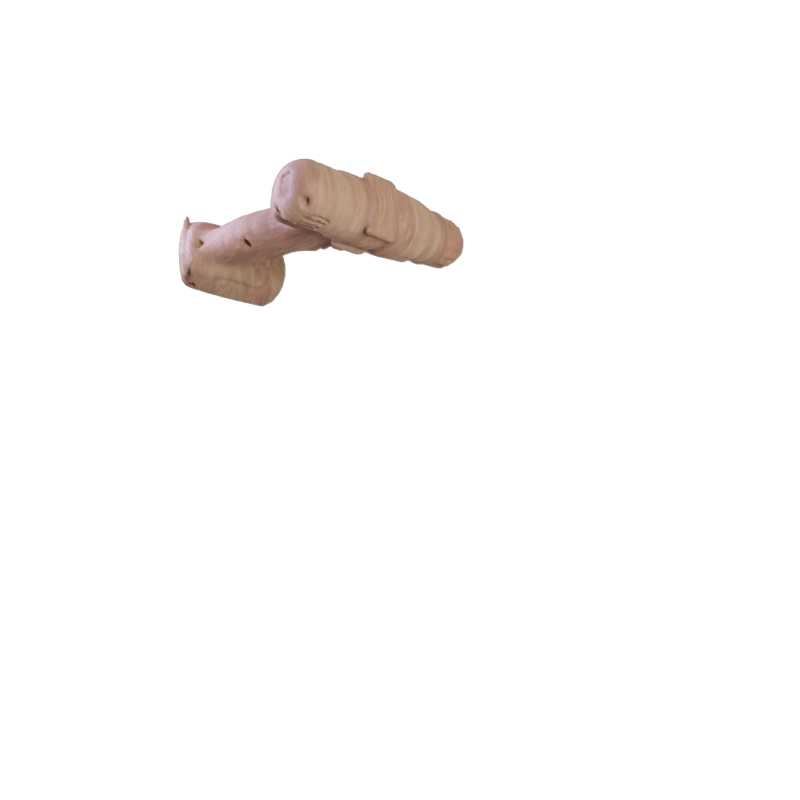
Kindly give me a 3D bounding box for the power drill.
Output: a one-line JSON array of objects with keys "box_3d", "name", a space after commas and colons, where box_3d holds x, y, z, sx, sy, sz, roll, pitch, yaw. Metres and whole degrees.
[{"box_3d": [-0.068, -0.124, 0.871, 0.190, 0.060, 0.174, -16, -23, 41], "name": "power drill"}]
